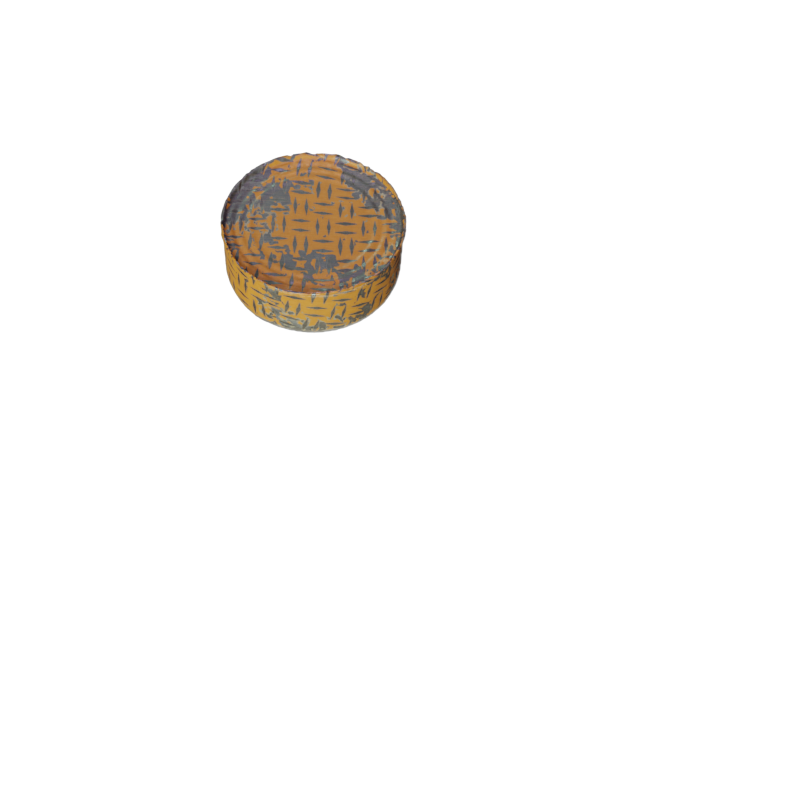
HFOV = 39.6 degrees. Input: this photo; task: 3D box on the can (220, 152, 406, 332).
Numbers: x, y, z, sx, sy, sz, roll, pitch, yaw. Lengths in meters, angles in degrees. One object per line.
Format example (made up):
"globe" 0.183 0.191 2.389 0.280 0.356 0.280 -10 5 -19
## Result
"can" -0.041 -0.075 0.524 0.086 0.092 0.031 -1 -36 -1
